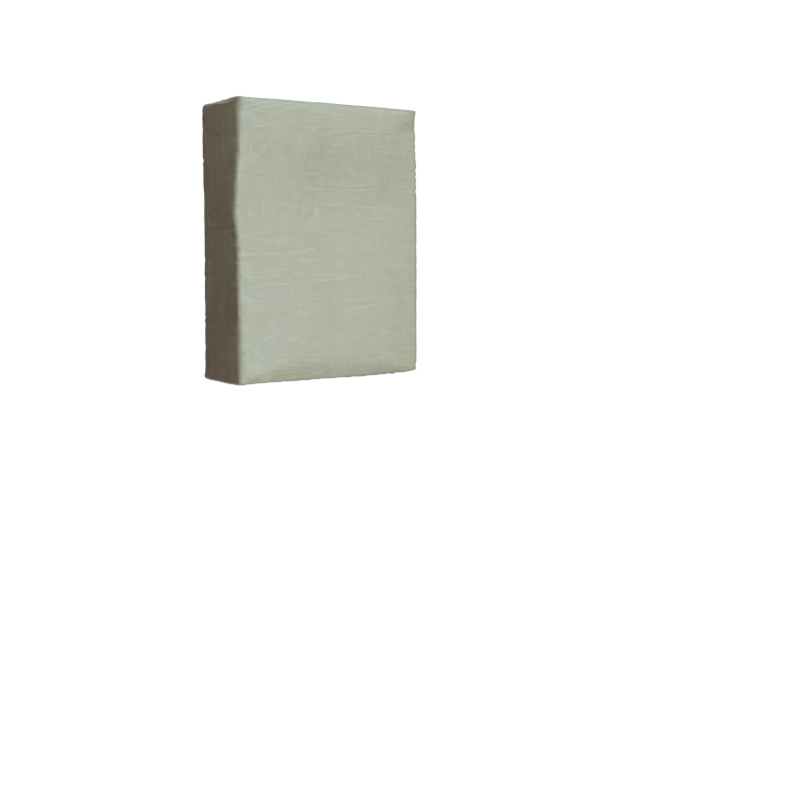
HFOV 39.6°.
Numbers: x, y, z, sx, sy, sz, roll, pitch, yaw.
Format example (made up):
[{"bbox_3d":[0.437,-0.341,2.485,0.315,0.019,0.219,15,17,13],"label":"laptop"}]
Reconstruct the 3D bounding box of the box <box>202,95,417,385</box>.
[{"bbox_3d":[-0.068,-0.124,0.869,0.159,0.214,0.074,-2,1,-32],"label":"box"}]
